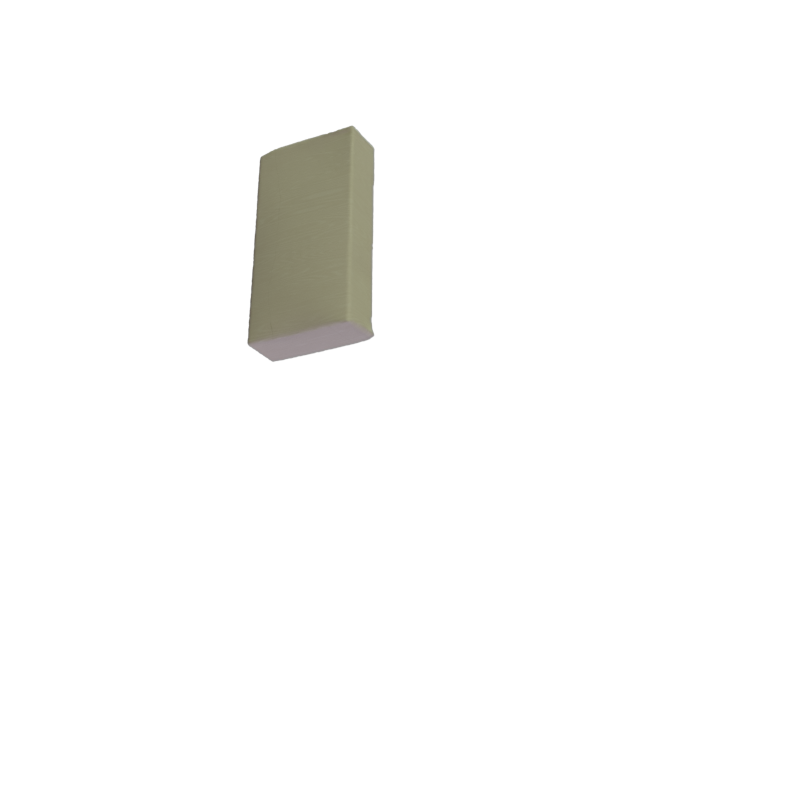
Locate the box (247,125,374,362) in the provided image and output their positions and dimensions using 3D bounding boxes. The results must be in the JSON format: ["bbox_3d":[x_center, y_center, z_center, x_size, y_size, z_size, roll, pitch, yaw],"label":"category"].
[{"bbox_3d":[-0.069,-0.126,0.878,0.095,0.187,0.045,-14,-28,25],"label":"box"}]
